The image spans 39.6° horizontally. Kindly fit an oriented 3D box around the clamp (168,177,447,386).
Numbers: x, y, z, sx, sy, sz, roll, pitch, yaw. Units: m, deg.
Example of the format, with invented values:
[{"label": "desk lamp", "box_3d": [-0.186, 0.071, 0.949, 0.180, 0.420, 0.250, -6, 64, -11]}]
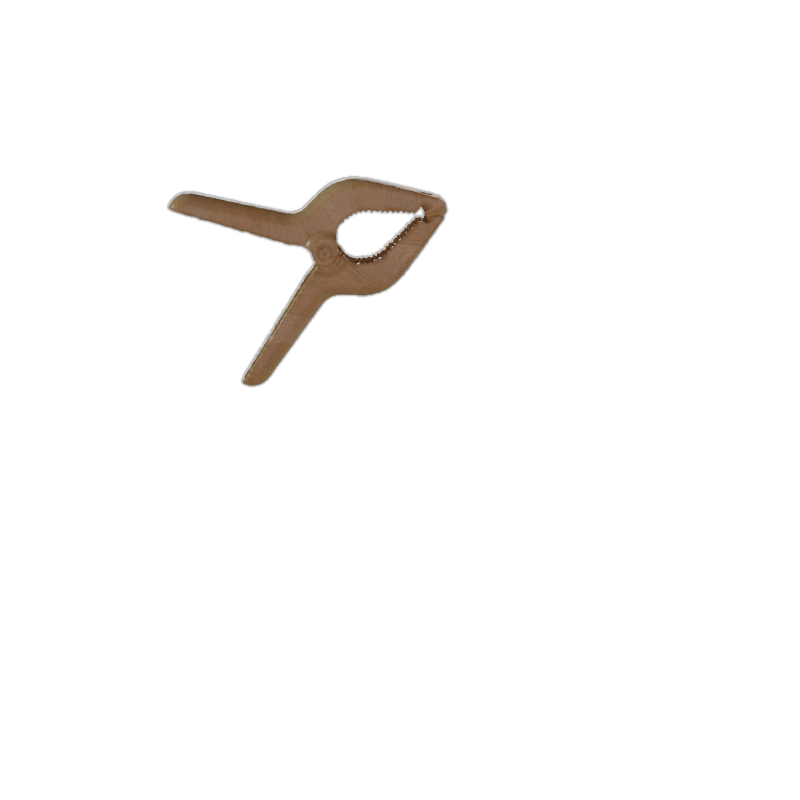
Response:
[{"label": "clamp", "box_3d": [-0.068, -0.124, 0.869, 0.210, 0.160, 0.037, -27, 11, 6]}]
